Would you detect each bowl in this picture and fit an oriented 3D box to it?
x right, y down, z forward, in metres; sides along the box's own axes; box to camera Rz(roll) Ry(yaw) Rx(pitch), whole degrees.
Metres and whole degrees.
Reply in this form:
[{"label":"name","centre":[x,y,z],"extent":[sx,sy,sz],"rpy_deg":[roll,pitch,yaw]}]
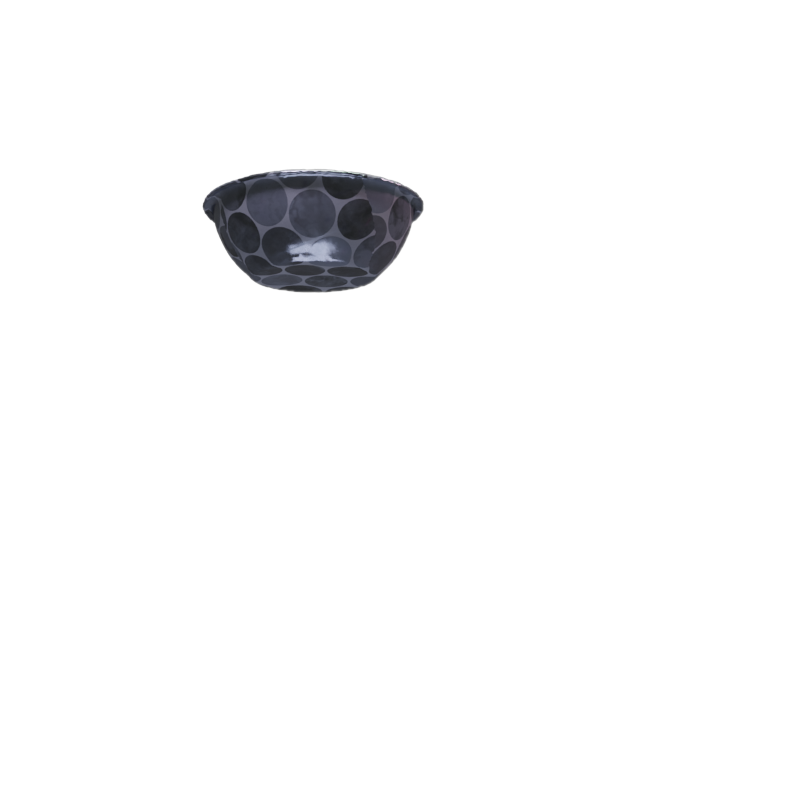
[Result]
[{"label":"bowl","centre":[-0.063,-0.115,0.806],"extent":[0.162,0.057,0.157],"rpy_deg":[0,-9,-2]}]
